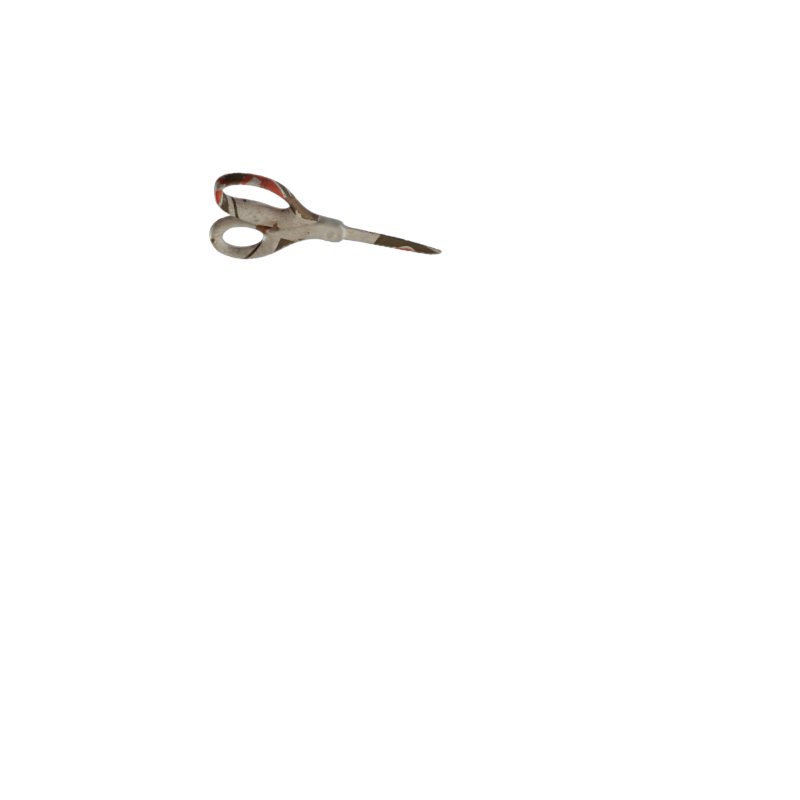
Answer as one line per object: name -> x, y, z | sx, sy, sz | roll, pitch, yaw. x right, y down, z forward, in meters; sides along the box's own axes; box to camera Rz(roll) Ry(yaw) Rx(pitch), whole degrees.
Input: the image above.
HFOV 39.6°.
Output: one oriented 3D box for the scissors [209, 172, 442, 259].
scissors -> -0.074, -0.134, 0.940 | 0.193, 0.017, 0.094 | 22, -46, -23
